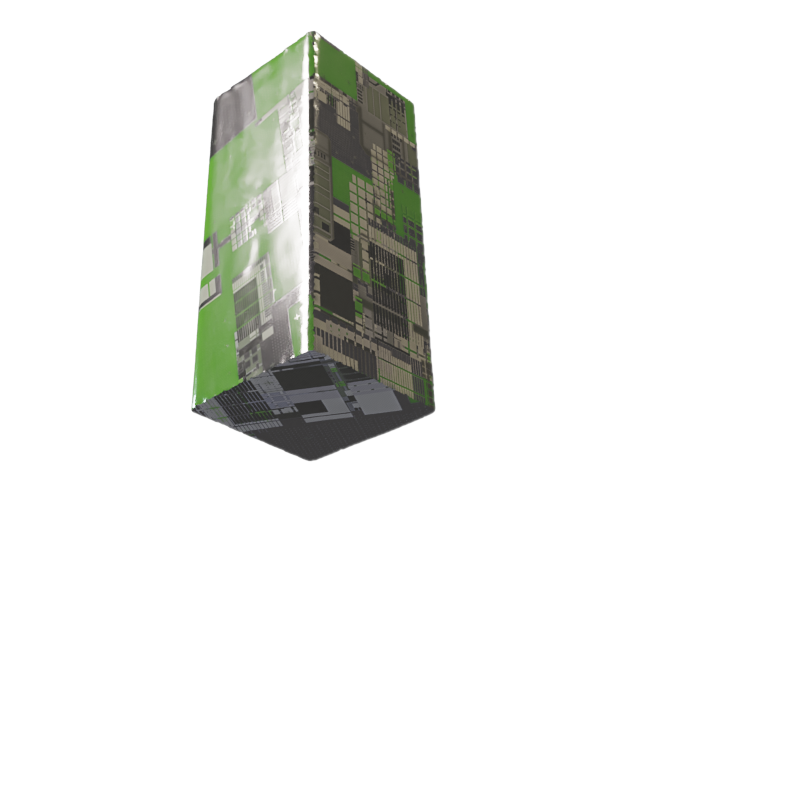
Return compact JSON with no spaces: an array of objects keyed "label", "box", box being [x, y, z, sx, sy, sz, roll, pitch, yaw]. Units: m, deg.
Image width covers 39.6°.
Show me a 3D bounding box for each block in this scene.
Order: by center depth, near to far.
[{"label":"block","box":[-0.048,-0.087,0.609,0.090,0.220,0.085,-27,-40,34]}]
